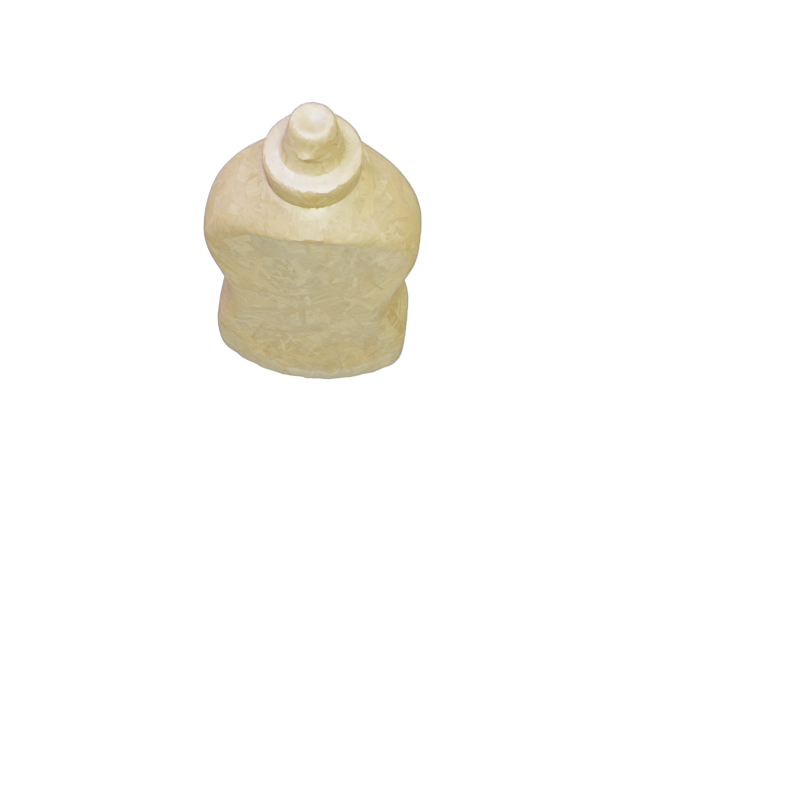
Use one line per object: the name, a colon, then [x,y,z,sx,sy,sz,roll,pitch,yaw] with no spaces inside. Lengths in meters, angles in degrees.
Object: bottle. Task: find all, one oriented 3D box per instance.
bottle: [-0.040,-0.072,0.506,0.096,0.061,0.181,9,-24,1]
